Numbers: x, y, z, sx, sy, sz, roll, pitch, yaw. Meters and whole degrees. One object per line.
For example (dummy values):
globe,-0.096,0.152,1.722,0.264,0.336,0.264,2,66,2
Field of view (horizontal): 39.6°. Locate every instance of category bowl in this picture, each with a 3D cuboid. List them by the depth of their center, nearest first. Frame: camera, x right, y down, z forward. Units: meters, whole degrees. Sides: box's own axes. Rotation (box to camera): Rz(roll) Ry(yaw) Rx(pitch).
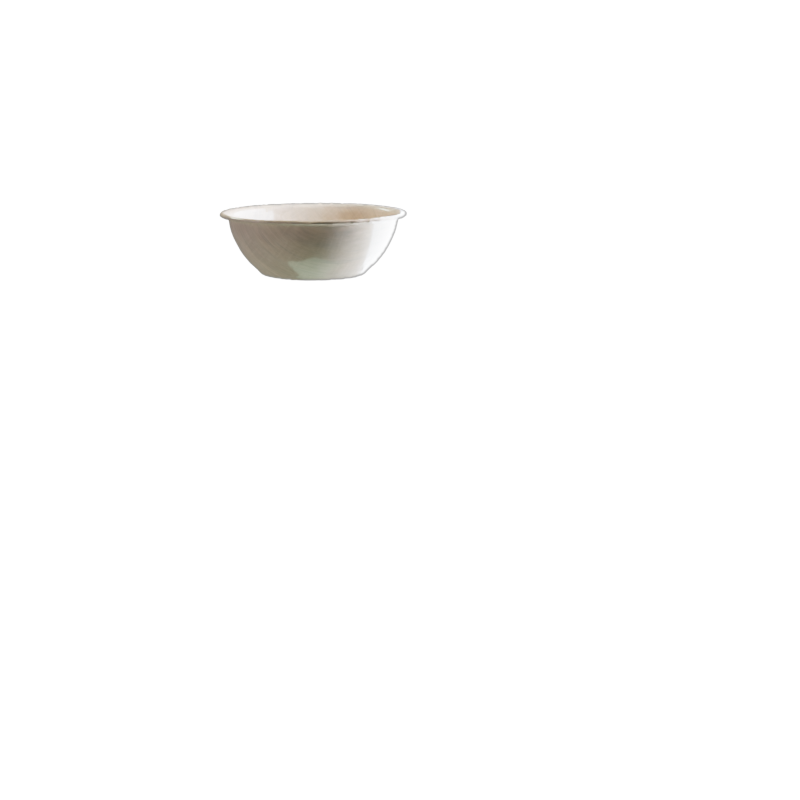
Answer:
bowl,-0.075,-0.137,0.962,0.162,0.054,0.167,0,14,-2
